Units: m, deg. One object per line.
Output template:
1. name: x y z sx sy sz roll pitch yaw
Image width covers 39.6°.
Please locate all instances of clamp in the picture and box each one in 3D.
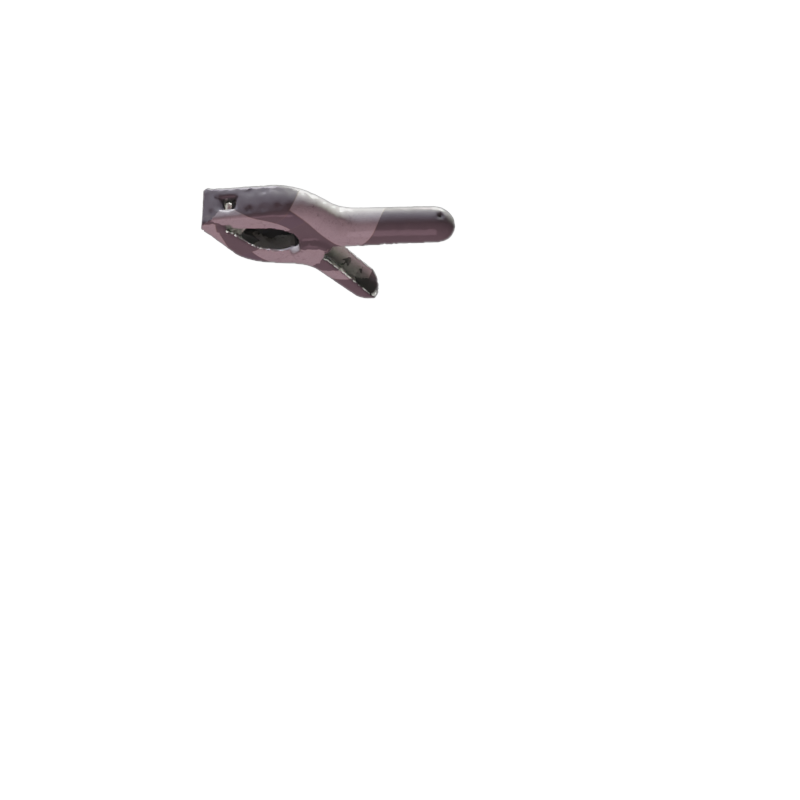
1. clamp: -0.061 -0.111 0.781 0.167 0.042 0.116 9 -31 -16
